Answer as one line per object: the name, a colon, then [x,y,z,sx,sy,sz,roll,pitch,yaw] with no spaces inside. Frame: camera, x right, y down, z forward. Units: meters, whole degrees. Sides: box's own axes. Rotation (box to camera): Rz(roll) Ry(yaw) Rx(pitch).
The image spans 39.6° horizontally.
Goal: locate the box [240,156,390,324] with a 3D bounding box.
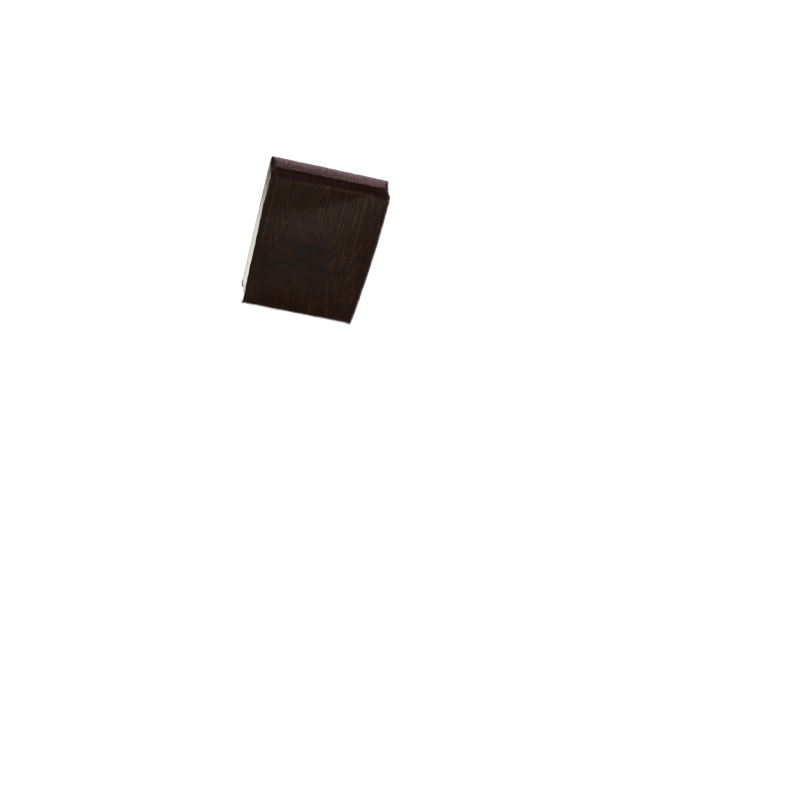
box: [-0.064,-0.118,0.825,0.089,0.108,0.041,13,26,-7]
